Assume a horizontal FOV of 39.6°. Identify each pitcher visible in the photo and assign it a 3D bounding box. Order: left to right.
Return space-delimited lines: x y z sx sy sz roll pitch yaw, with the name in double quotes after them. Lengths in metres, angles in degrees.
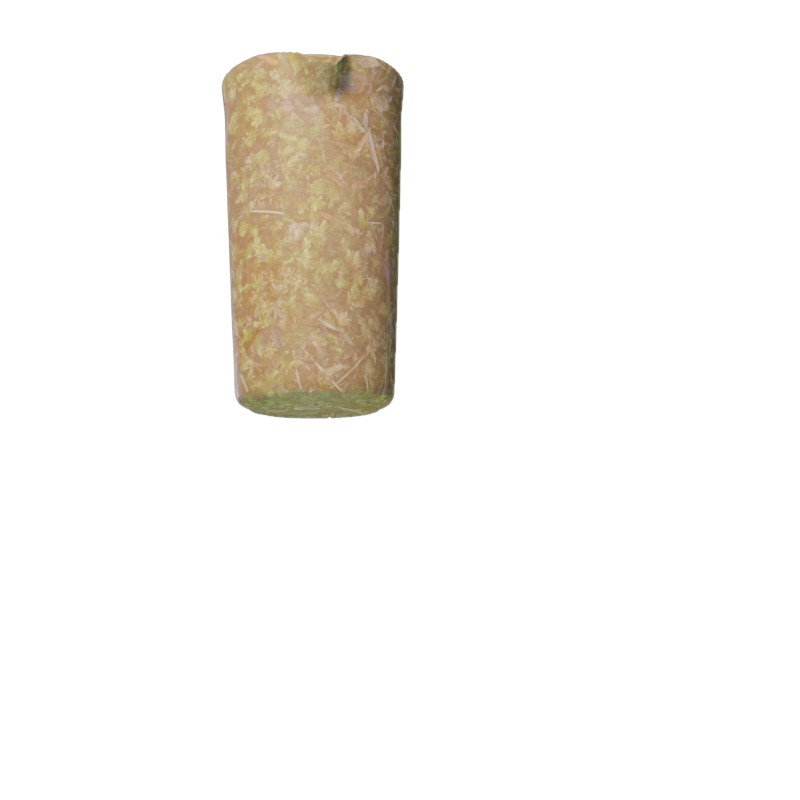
-0.062 -0.113 0.789 0.148 0.252 0.141 -11 -18 35 "pitcher"
